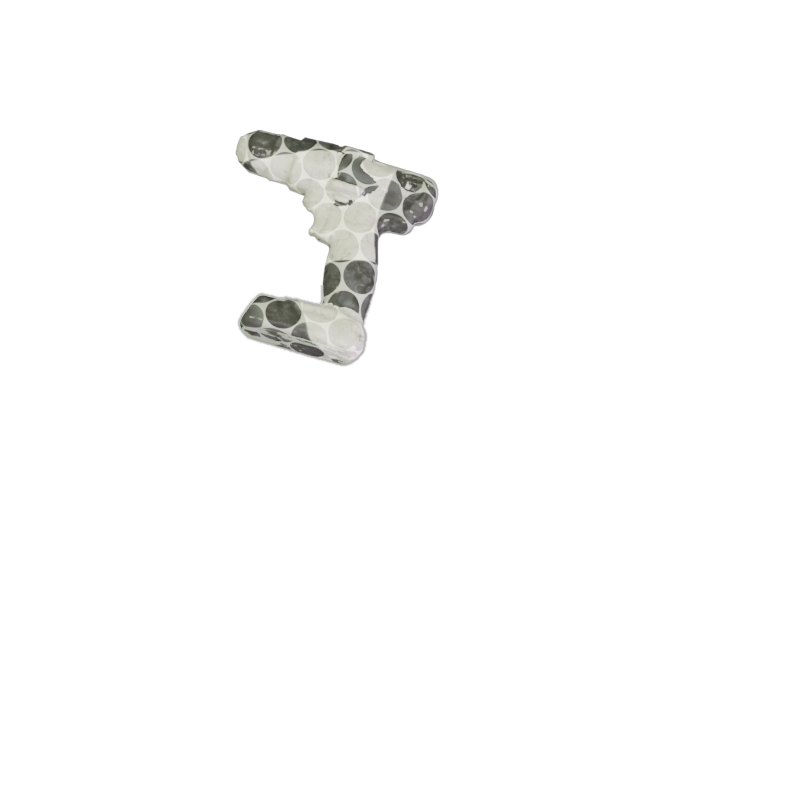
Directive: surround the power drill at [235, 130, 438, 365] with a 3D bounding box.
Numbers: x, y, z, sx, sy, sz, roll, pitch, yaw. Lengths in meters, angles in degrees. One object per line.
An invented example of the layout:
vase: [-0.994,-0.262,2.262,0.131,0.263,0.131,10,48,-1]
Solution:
power drill: [-0.075,-0.137,0.958,0.186,0.194,0.055,16,-19,5]
